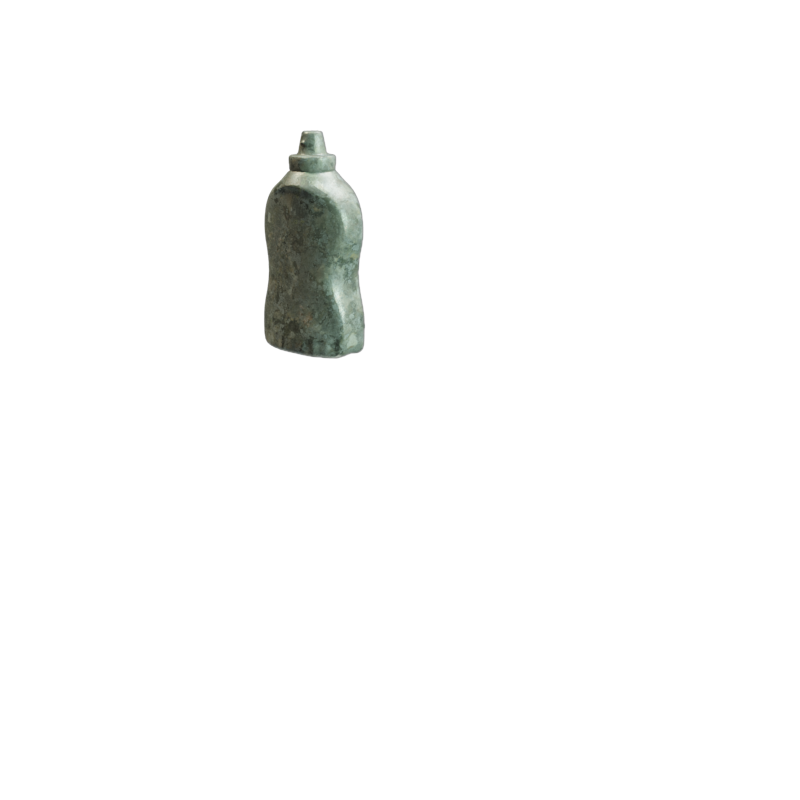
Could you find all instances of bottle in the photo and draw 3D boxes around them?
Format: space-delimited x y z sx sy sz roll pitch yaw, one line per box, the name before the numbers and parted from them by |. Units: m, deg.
bottle | -0.076 -0.137 0.962 0.101 0.188 0.057 10 13 41
